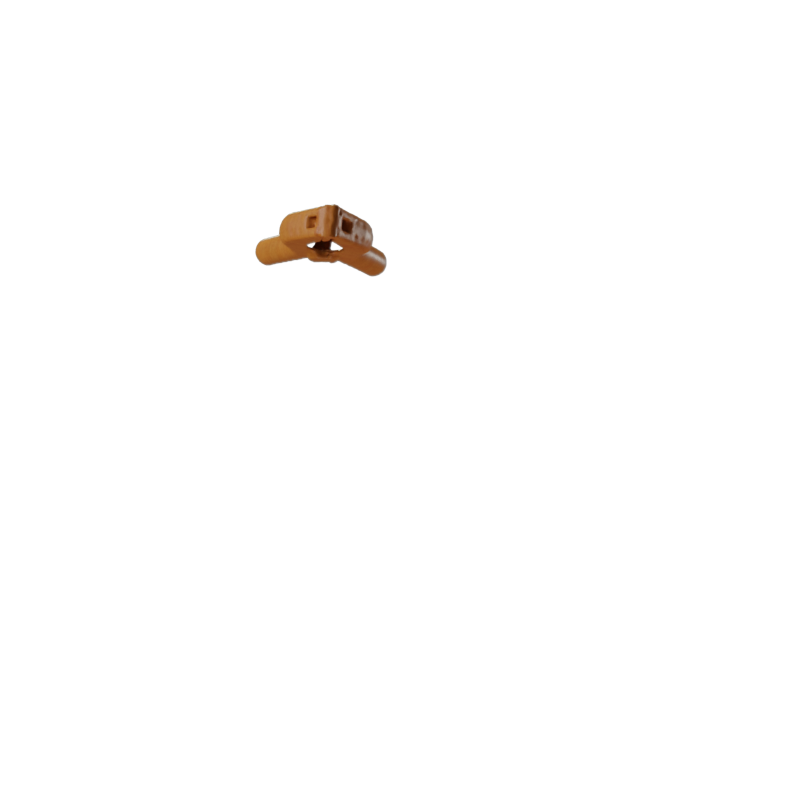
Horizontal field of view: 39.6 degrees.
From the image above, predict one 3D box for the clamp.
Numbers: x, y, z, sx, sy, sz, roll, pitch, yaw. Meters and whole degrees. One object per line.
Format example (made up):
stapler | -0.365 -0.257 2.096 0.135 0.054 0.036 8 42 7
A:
clamp | -0.075 -0.137 0.961 0.121 0.040 0.166 -1 -8 3
